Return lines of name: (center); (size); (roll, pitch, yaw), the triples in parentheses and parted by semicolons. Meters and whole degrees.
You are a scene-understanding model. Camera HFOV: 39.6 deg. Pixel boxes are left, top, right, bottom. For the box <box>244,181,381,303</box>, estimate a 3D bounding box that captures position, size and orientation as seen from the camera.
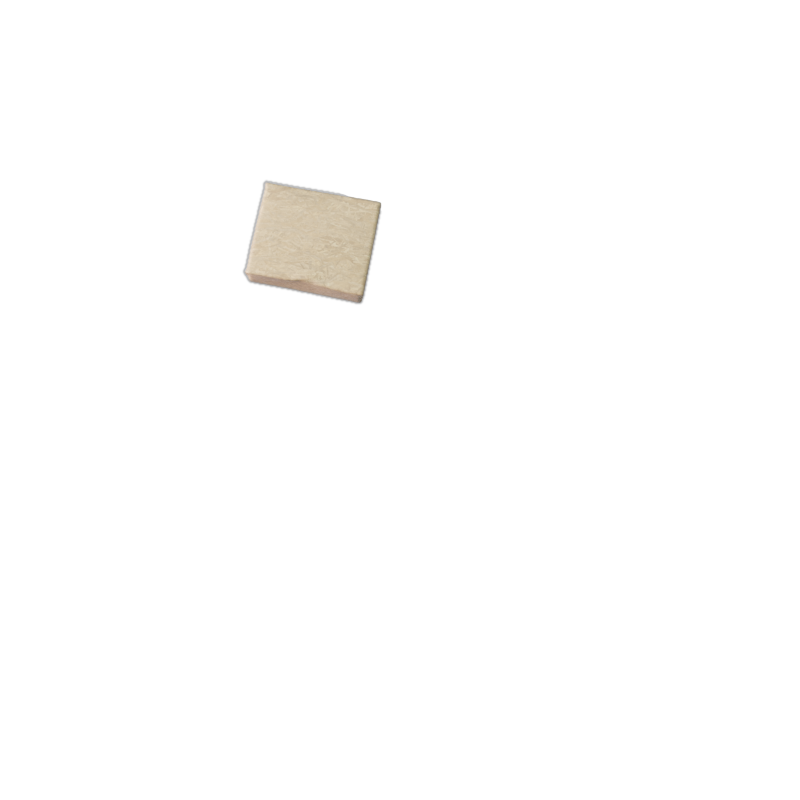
box: (-0.064, -0.117, 0.820); (0.090, 0.075, 0.029); (11, -15, 3)
